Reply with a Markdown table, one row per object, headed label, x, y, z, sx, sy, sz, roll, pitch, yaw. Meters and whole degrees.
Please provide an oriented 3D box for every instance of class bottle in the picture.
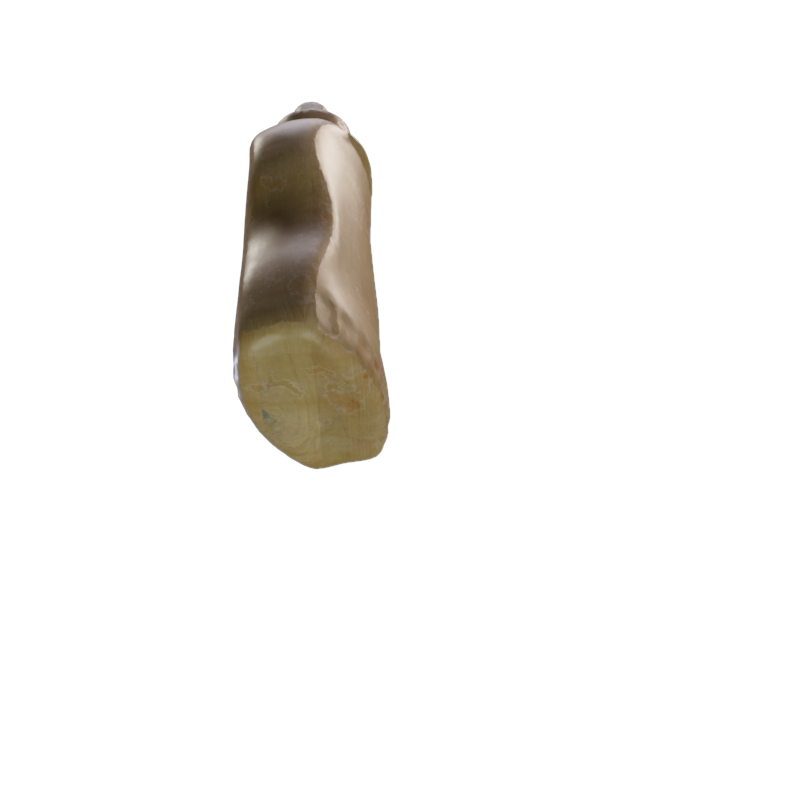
| label | x | y | z | sx | sy | sz | roll | pitch | yaw |
| --- | --- | --- | --- | --- | --- | --- | --- | --- | --- |
| bottle | -0.040 | -0.073 | 0.511 | 0.059 | 0.206 | 0.088 | -15 | -43 | 12 |
